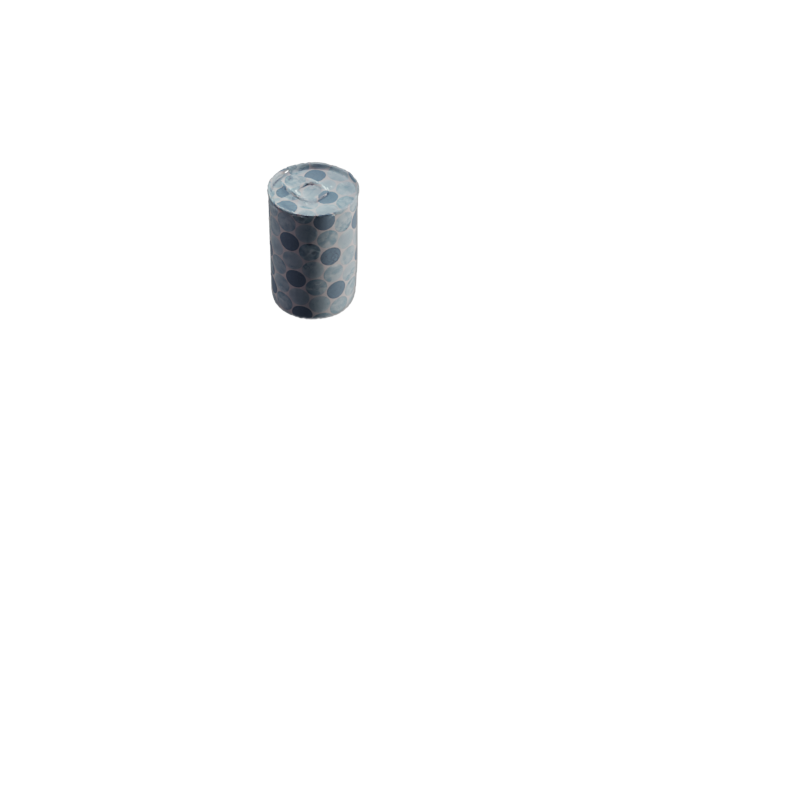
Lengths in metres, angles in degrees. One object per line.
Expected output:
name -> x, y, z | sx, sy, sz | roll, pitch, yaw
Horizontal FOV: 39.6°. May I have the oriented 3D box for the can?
can -> -0.066, -0.121, 0.845 | 0.068, 0.095, 0.073 | 0, 42, -3
